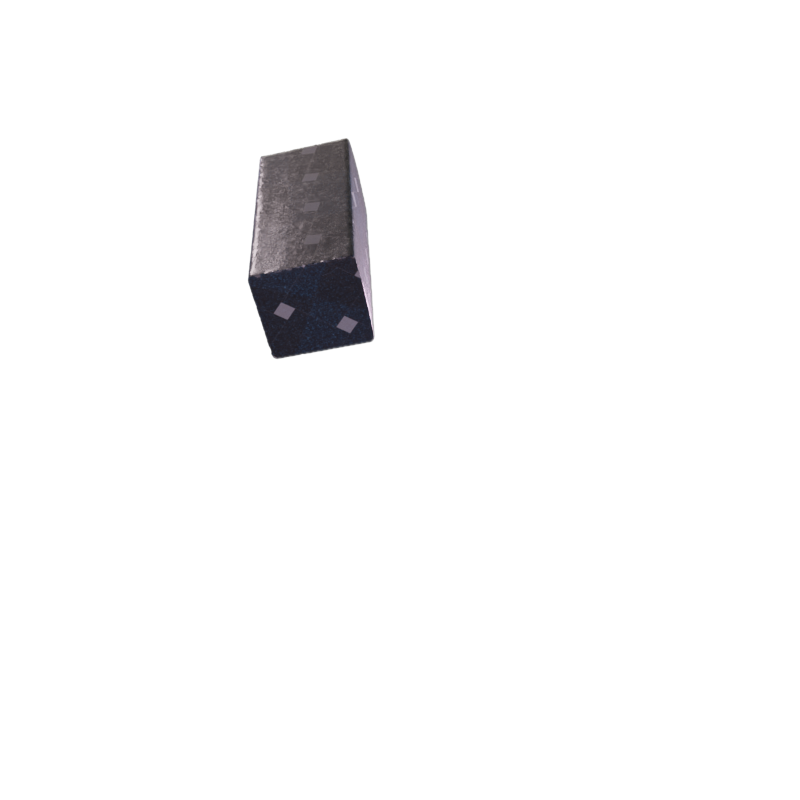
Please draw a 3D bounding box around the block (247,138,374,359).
[{"bbox_3d":[-0.077,-0.141,0.991,0.091,0.084,0.221,-11,37,5],"label":"block"}]
